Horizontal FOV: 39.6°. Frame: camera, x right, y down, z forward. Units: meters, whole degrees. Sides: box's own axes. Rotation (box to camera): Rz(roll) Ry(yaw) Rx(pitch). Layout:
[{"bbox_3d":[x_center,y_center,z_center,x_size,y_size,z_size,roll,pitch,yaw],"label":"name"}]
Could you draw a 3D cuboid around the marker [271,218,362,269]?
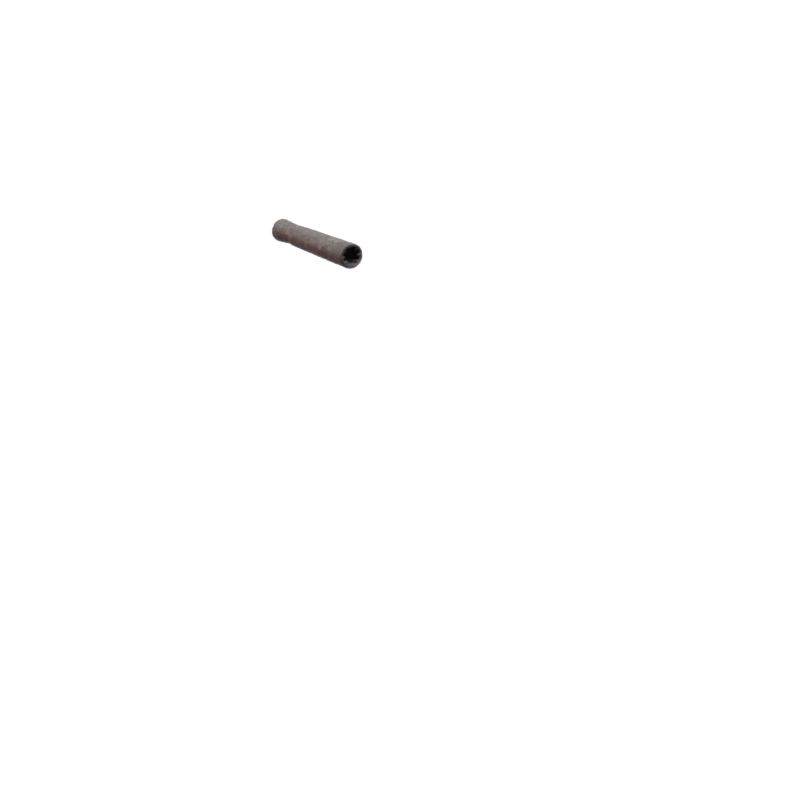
[{"bbox_3d":[-0.066,-0.121,0.849,0.019,0.019,0.128,-2,17,-30],"label":"marker"}]
